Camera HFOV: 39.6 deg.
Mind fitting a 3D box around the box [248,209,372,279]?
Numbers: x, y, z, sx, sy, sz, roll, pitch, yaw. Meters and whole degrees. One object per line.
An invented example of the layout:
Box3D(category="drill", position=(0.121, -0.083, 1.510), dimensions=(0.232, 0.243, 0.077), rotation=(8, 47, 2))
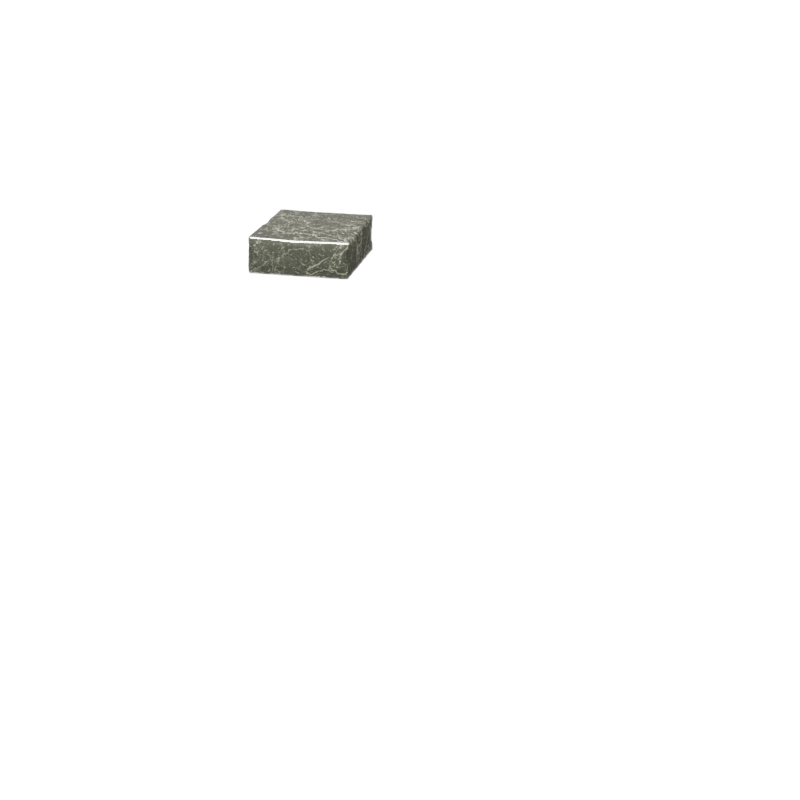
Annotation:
Box3D(category="box", position=(-0.063, -0.116, 0.810), dimensions=(0.074, 0.029, 0.091), rotation=(5, 22, 11))
